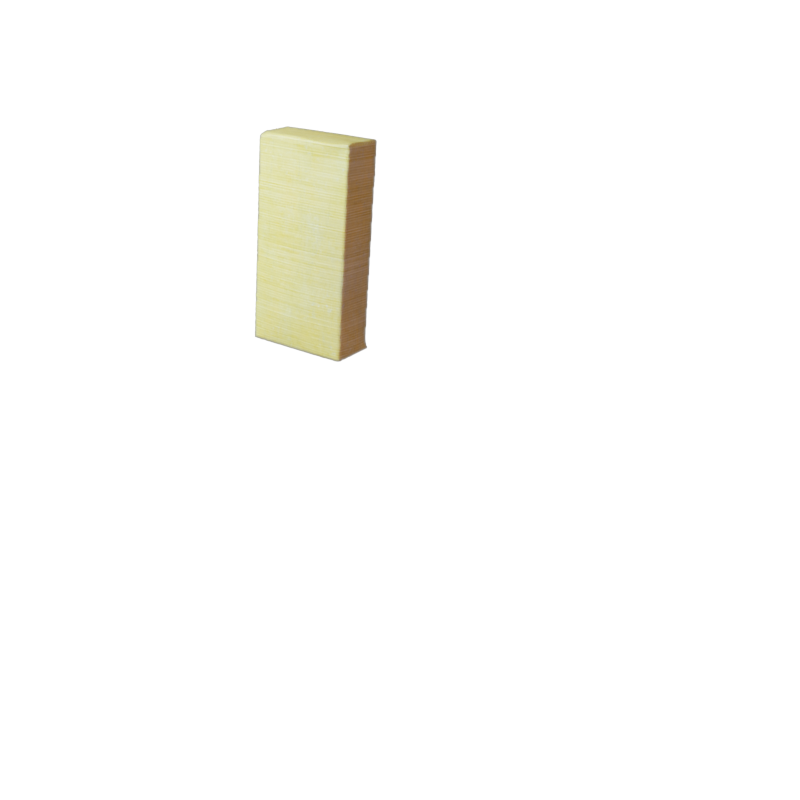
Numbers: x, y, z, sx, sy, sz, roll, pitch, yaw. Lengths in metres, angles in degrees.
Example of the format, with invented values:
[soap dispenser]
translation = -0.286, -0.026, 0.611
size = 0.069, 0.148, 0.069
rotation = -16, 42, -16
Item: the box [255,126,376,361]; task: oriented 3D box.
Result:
[box]
translation = -0.071, -0.128, 0.899
size = 0.098, 0.170, 0.047
rotation = 14, 21, 34
